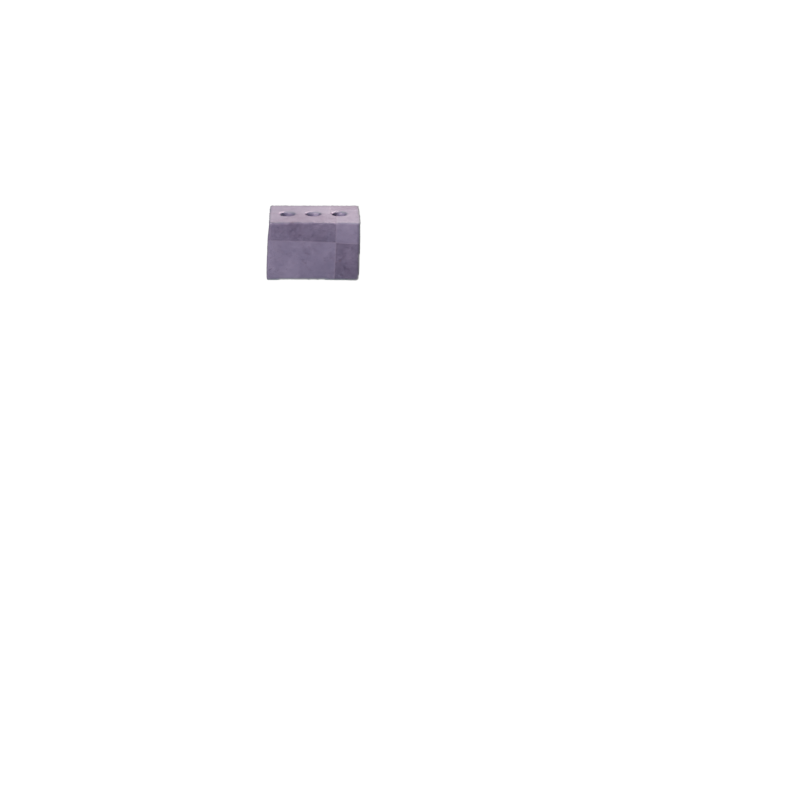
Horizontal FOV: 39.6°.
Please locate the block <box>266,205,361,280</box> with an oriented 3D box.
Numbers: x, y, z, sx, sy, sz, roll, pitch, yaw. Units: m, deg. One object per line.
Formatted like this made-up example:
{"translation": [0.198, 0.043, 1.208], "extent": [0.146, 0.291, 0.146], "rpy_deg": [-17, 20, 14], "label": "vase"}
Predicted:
{"translation": [-0.073, -0.134, 0.935], "extent": [0.078, 0.049, 0.055], "rpy_deg": [0, 23, -2], "label": "block"}
